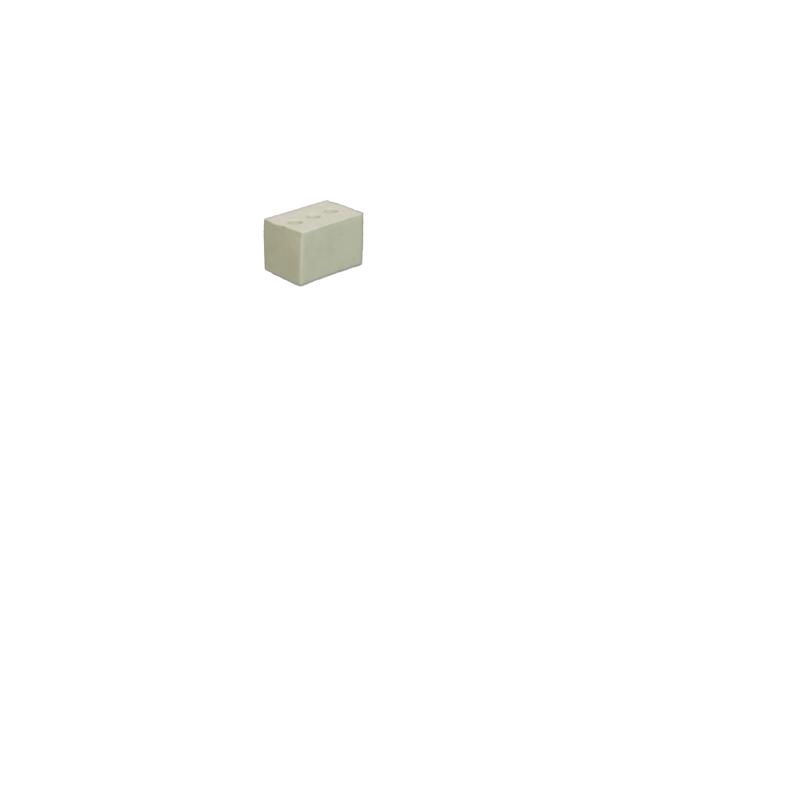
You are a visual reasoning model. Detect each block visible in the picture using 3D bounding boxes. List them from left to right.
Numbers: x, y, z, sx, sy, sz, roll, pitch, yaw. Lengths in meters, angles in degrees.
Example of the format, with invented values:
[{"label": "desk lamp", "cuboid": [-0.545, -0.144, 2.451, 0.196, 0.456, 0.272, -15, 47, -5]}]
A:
[{"label": "block", "cuboid": [-0.078, -0.143, 0.999, 0.056, 0.049, 0.077, 24, 35, 39]}]
